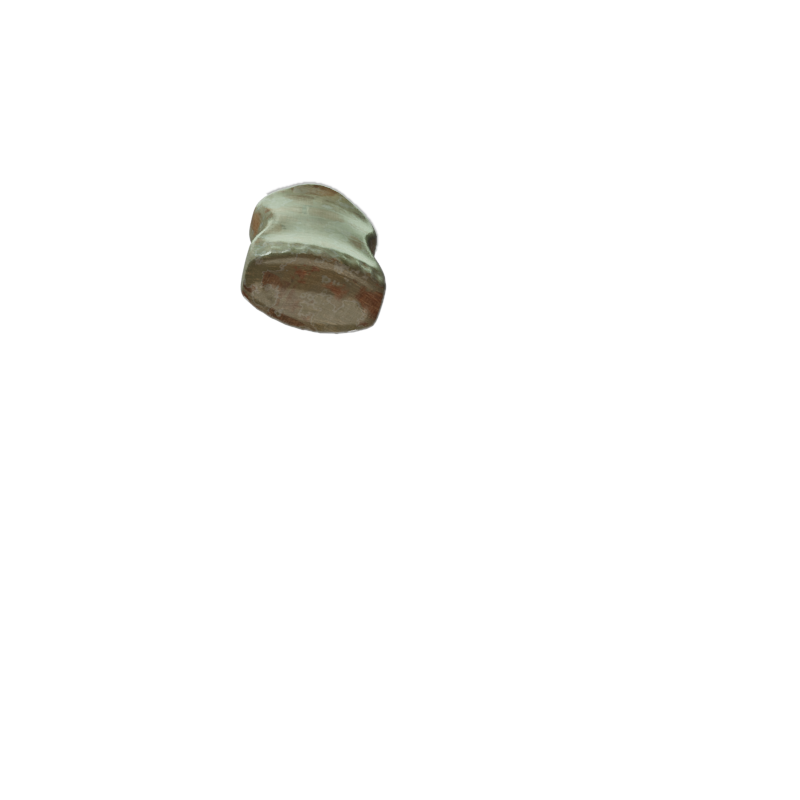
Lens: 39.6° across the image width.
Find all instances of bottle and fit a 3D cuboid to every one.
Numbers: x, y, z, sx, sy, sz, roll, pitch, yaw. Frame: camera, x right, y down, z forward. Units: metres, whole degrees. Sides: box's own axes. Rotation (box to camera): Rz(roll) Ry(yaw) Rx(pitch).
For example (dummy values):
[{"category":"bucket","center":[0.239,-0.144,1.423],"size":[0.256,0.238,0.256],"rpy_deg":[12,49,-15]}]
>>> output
[{"category":"bottle","center":[-0.064,-0.116,0.818],"size":[0.095,0.056,0.203],"rpy_deg":[10,27,-9]}]
